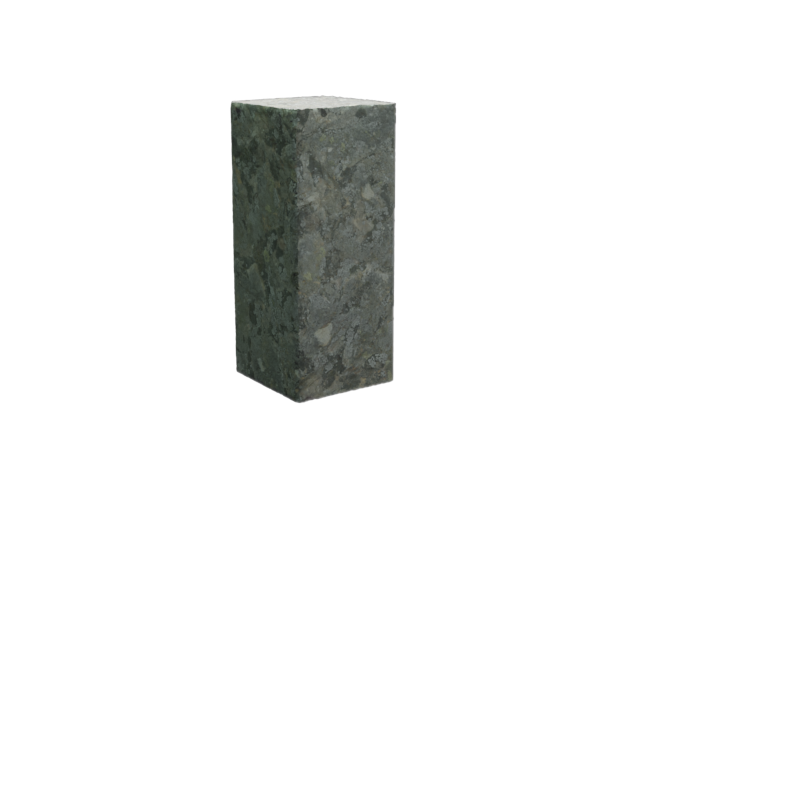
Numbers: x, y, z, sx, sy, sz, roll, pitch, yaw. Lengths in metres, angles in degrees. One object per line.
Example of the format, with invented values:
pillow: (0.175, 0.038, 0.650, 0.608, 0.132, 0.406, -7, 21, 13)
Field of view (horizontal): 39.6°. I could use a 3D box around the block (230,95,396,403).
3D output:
block: (-0.064, -0.116, 0.815, 0.088, 0.200, 0.096, -9, 17, -36)
